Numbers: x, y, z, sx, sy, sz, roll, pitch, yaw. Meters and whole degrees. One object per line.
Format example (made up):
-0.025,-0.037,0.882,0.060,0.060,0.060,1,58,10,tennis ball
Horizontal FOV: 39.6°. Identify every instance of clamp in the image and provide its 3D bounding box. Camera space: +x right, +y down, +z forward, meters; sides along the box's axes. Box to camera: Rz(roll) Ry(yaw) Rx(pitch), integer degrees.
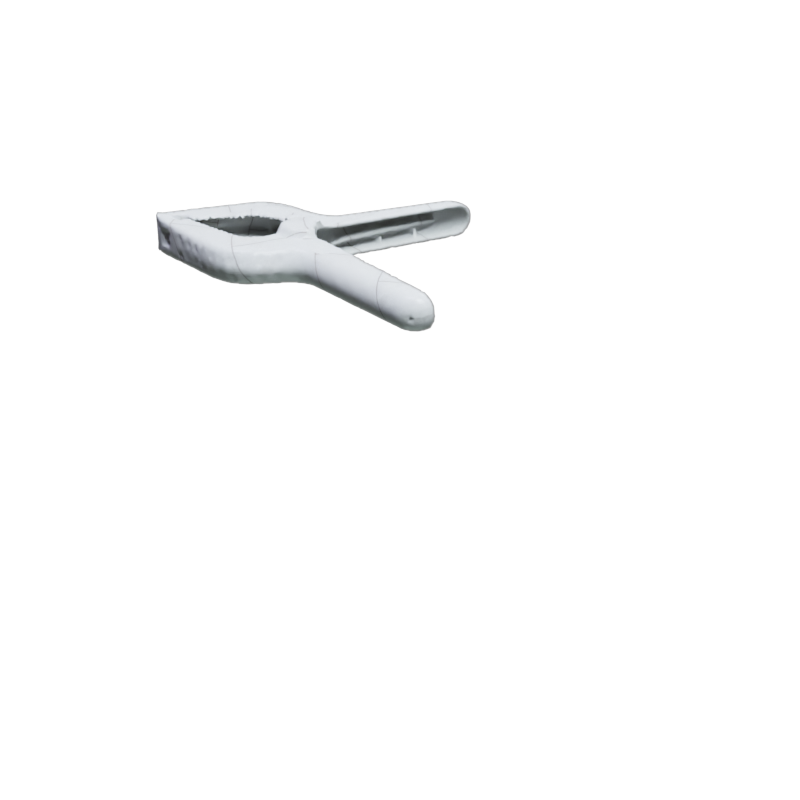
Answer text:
-0.058,-0.105,0.736,0.217,0.034,0.169,10,31,18,clamp
